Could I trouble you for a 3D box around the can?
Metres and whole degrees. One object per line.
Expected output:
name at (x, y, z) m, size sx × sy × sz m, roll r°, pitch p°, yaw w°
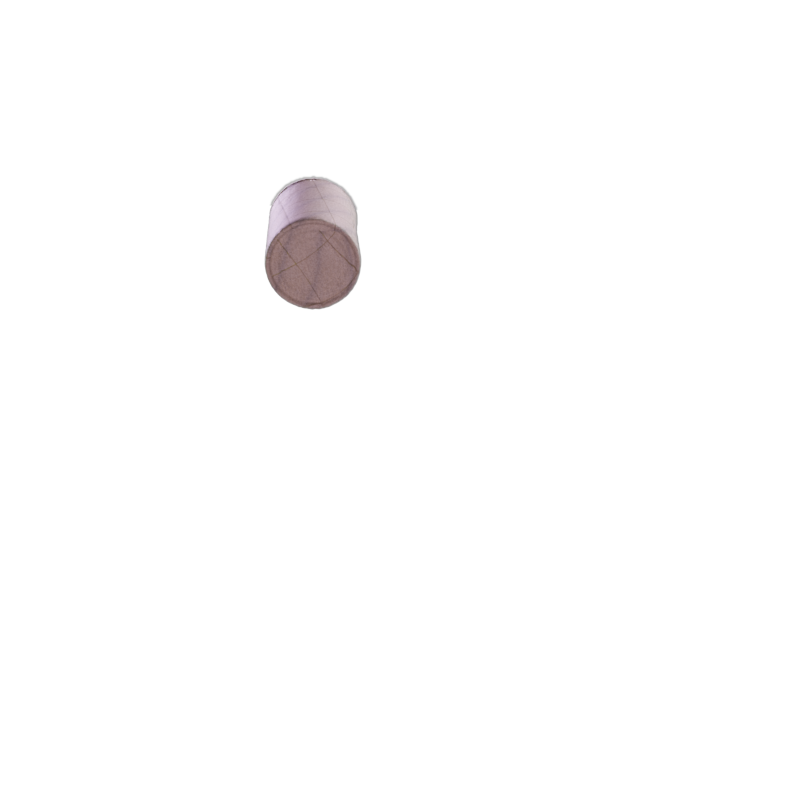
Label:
can at (-0.062, -0.114, 0.798) m, size 0.068 × 0.065 × 0.107 m, roll 0°, pitch 24°, yaw -3°
